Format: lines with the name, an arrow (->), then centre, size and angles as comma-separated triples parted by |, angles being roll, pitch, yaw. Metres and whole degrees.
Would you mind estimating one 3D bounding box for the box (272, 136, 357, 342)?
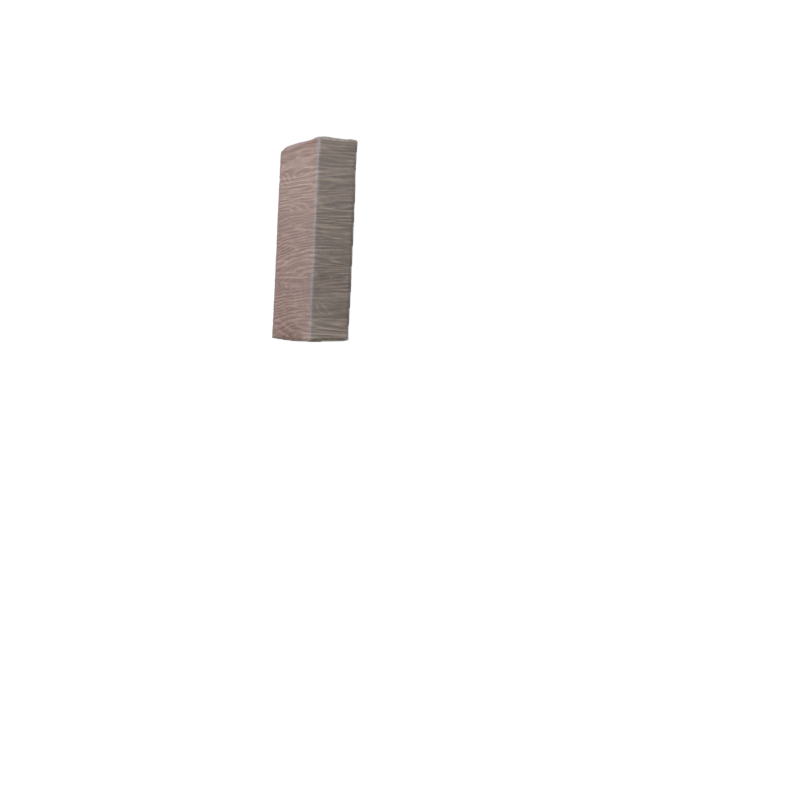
box -> -0.077, -0.141, 0.985 | 0.047, 0.177, 0.096 | 1, -2, -26
